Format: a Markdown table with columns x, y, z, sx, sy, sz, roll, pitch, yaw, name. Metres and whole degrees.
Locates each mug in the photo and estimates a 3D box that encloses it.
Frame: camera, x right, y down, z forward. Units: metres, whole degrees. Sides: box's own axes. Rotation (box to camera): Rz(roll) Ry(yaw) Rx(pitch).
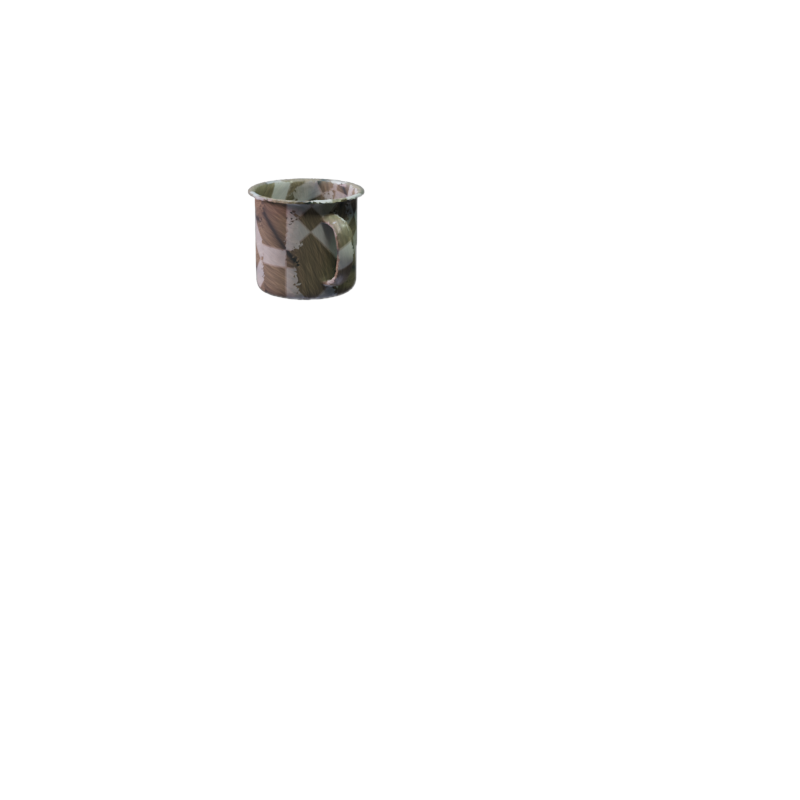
| x | y | z | sx | sy | sz | roll | pitch | yaw | name |
| --- | --- | --- | --- | --- | --- | --- | --- | --- | --- |
| -0.069 | -0.126 | 0.880 | 0.091 | 0.078 | 0.125 | -11 | 22 | -30 | mug |
